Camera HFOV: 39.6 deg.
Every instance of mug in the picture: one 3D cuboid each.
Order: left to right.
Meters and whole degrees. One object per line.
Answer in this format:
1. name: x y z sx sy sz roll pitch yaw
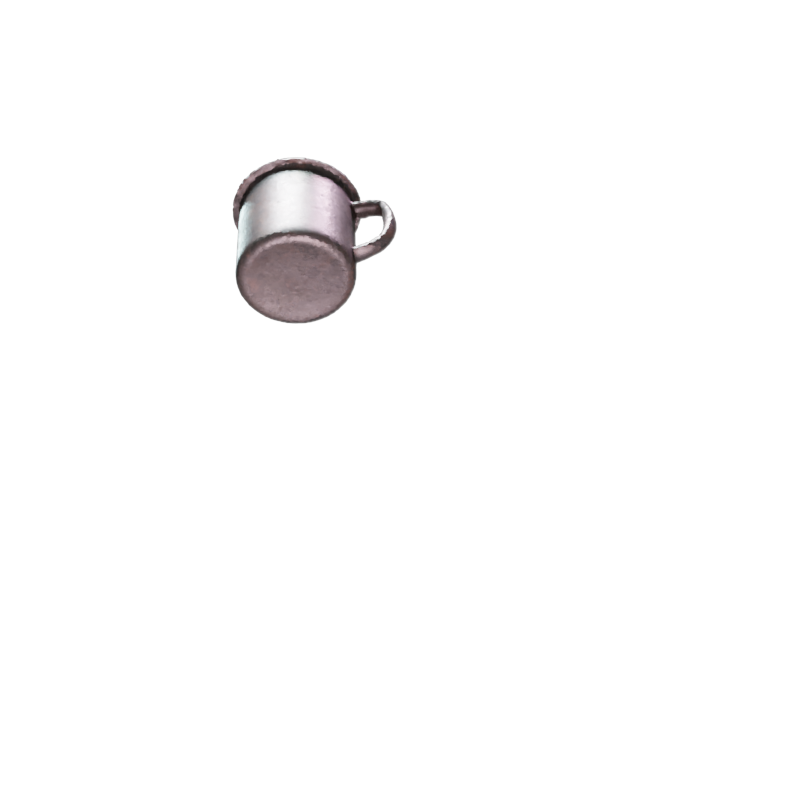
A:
1. mug: -0.060 -0.109 0.767 0.118 0.086 0.087 -9 41 6
